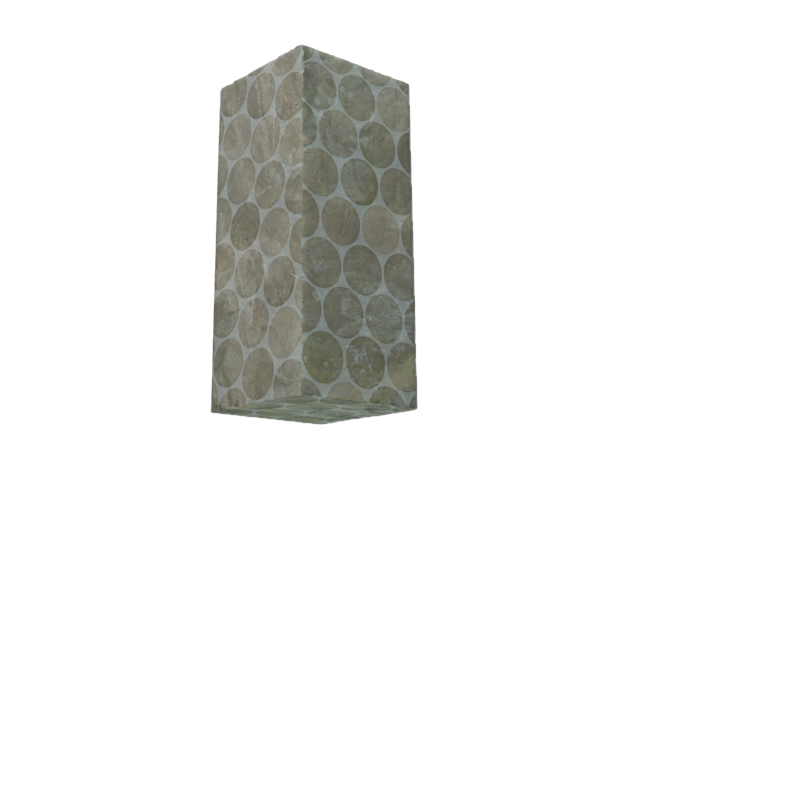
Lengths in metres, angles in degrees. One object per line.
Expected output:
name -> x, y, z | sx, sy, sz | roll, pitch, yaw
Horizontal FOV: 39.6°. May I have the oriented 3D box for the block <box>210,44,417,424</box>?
block -> -0.053, -0.096, 0.675 | 0.086, 0.214, 0.091 | 12, -20, -40
